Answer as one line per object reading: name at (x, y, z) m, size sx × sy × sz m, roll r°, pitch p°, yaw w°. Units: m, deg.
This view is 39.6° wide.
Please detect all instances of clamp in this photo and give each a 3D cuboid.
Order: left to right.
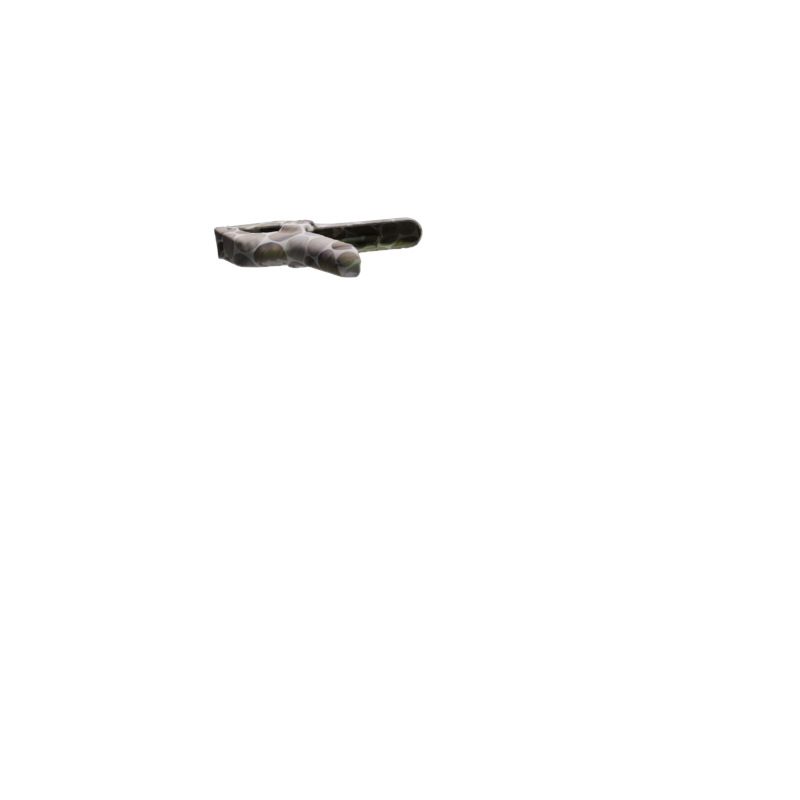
clamp at (-0.071, -0.129, 0.901) m, size 0.180 × 0.038 × 0.118 m, roll 12°, pitch 20°, yaw 36°
